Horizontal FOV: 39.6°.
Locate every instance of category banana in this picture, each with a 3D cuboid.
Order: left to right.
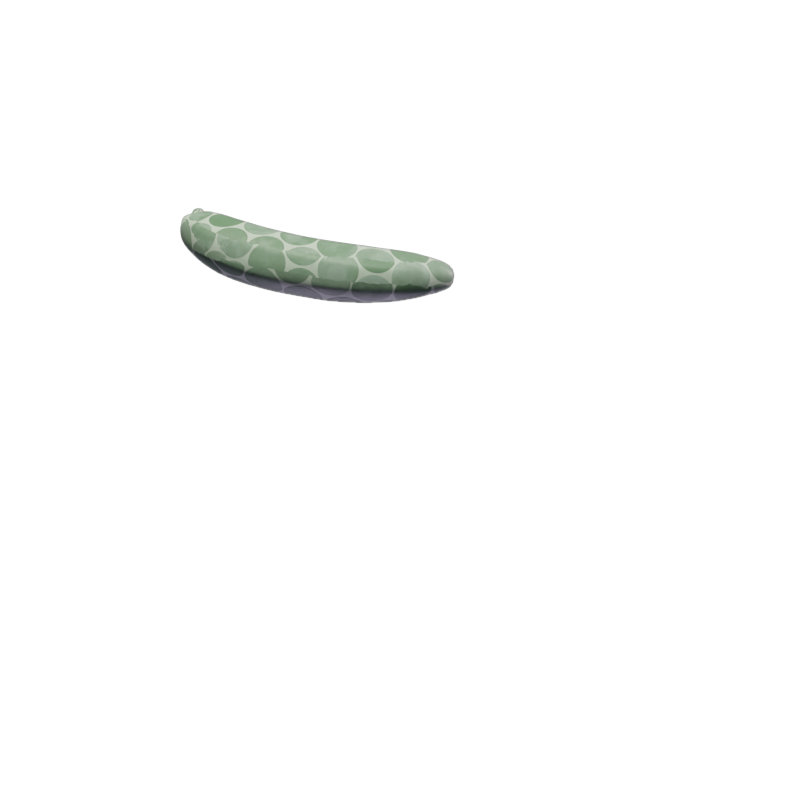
[{"bbox_3d":[-0.067,-0.094,0.704,0.206,0.034,0.071,18,38,23],"label":"banana"}]
